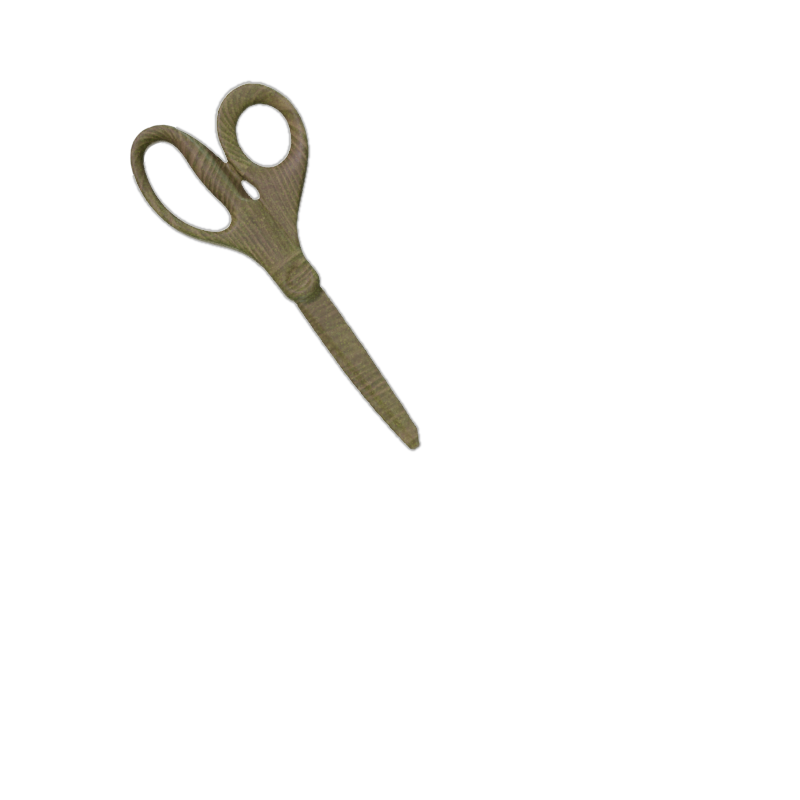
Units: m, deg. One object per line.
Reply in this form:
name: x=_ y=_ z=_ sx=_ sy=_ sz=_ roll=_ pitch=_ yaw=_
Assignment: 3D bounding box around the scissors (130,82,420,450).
scissors: x=-0.042 y=-0.077 z=0.541 sx=0.206 sy=0.097 sz=0.015 roll=39 pitch=-10 yaw=8
